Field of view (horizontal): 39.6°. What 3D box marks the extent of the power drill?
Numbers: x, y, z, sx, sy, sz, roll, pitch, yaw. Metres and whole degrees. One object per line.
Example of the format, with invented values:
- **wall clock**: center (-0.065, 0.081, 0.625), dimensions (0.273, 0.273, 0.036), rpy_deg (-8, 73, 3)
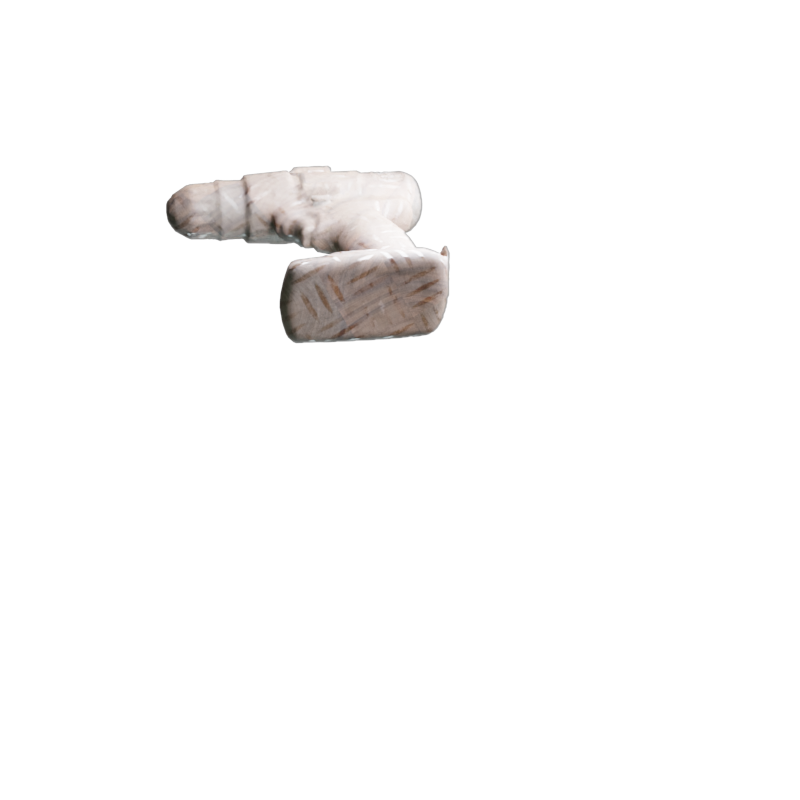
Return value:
- **power drill**: center (-0.058, -0.105, 0.737), dimensions (0.182, 0.054, 0.201), rpy_deg (-7, 31, -11)
